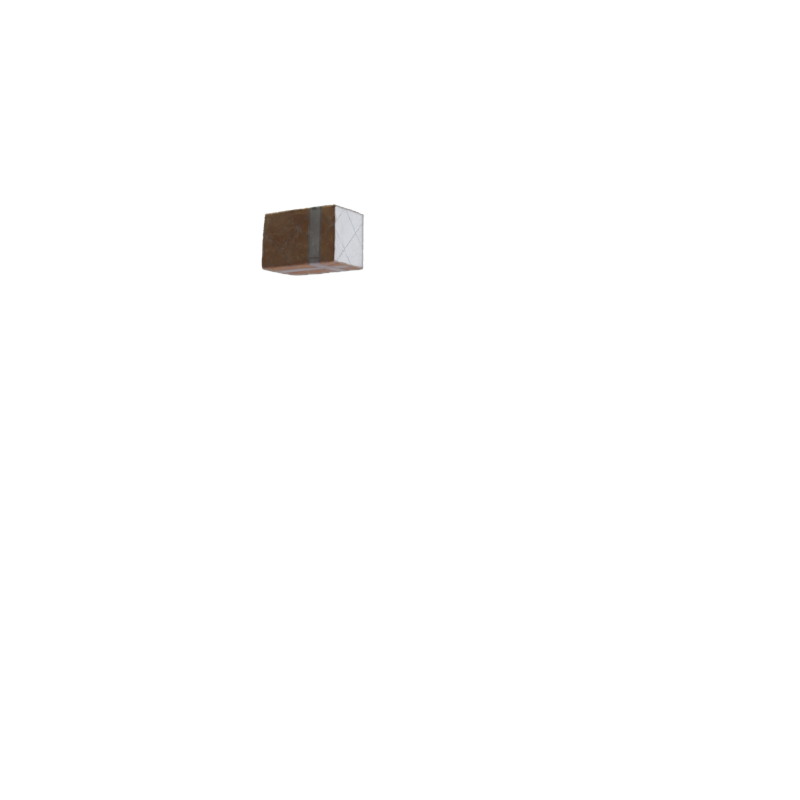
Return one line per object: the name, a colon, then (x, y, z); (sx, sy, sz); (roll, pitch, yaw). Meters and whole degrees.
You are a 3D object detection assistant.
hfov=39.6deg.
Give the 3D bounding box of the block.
block: (-0.078, -0.142, 0.993); (0.080, 0.052, 0.050); (-3, -7, 31)
